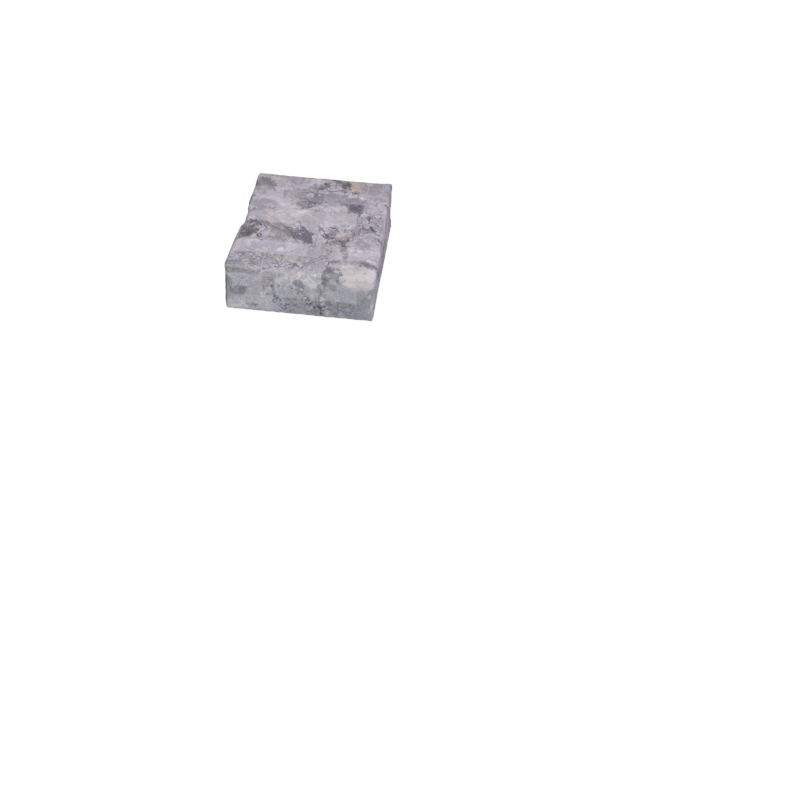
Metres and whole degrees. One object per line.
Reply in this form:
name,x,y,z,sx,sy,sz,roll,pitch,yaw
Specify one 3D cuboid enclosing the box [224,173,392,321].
box,-0.044,-0.081,0.564,0.074,0.028,0.095,5,40,5
